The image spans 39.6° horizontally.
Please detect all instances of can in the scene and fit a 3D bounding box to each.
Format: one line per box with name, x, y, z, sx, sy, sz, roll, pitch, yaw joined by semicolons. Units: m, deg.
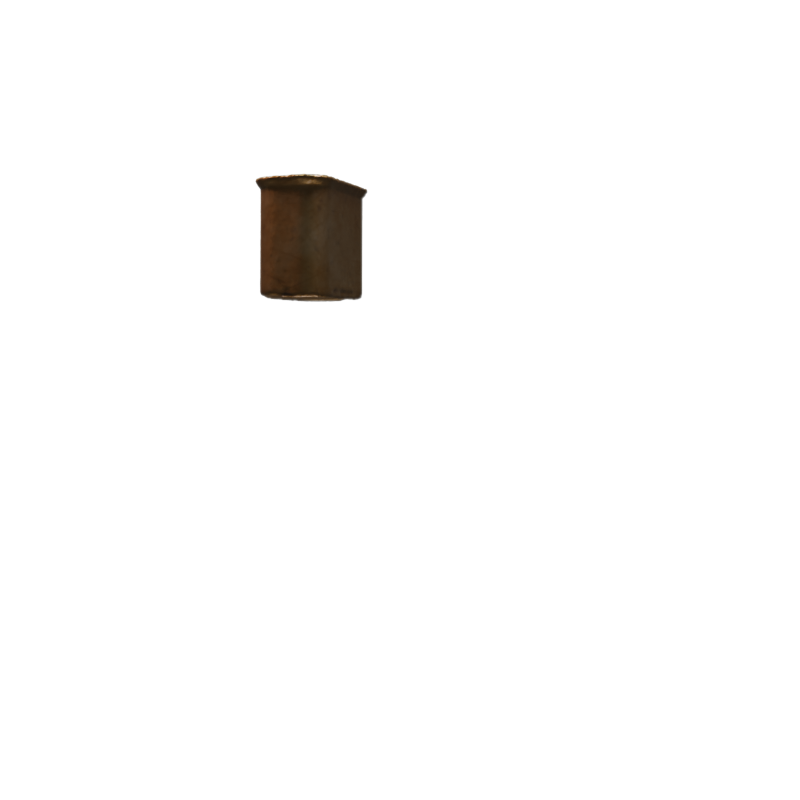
can;-0.063;-0.114;0.800;0.059;0.084;0.099;-1;0;20
